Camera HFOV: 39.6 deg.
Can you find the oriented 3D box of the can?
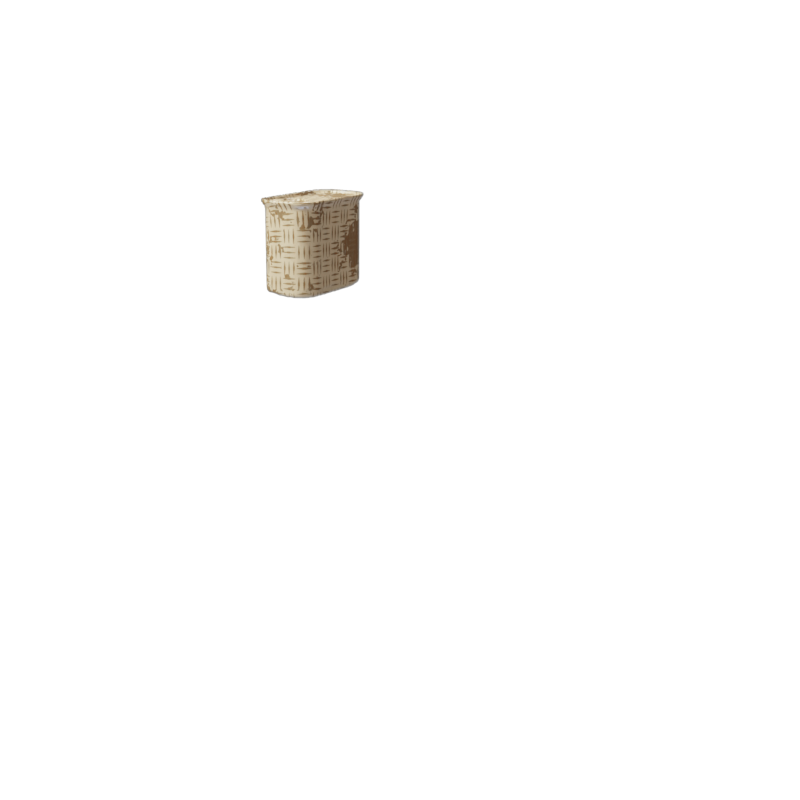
[{"bbox_3d":[-0.077,-0.141,0.985,0.060,0.082,0.100,8,15,31],"label":"can"}]
